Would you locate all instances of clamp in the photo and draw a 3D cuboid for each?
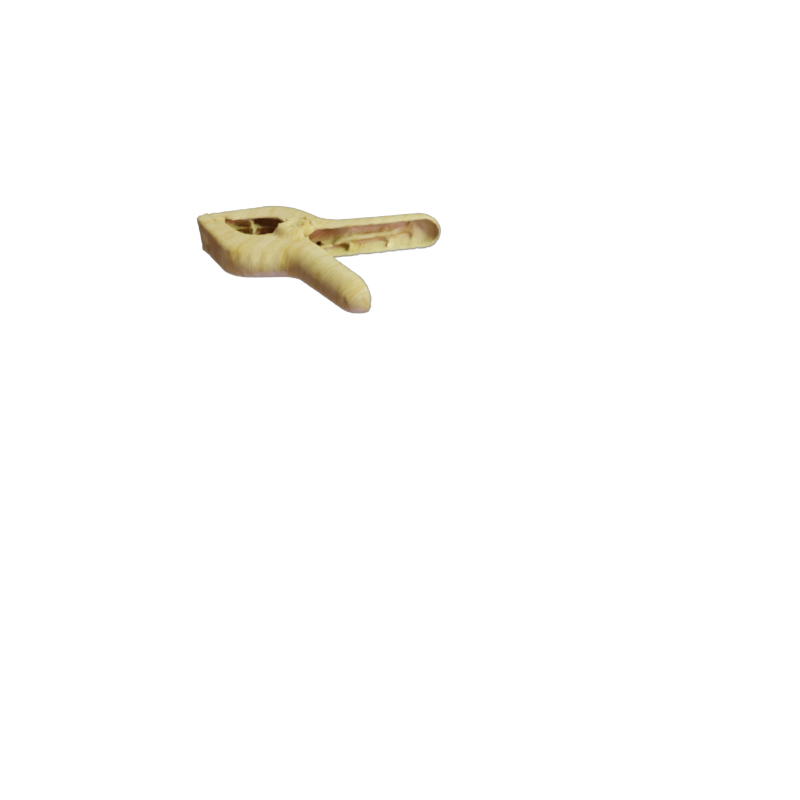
[{"bbox_3d":[-0.060,-0.110,0.772,0.181,0.037,0.120,20,34,32],"label":"clamp"}]
